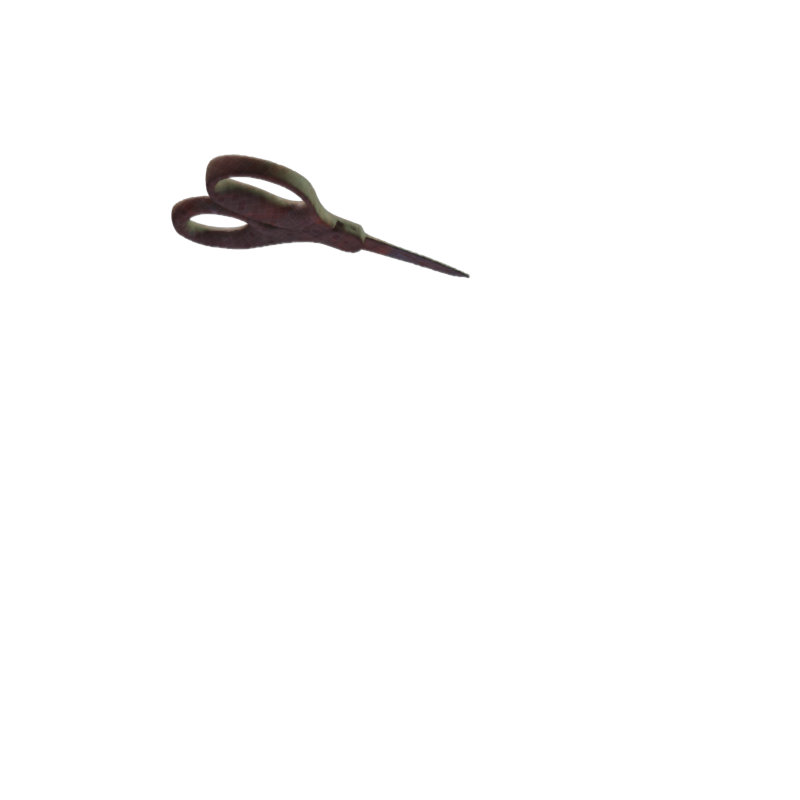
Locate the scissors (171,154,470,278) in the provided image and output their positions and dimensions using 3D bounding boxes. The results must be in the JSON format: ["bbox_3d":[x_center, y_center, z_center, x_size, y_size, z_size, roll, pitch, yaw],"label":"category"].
[{"bbox_3d":[-0.052,-0.094,0.660,0.098,0.017,0.188,-15,-25,35],"label":"scissors"}]
